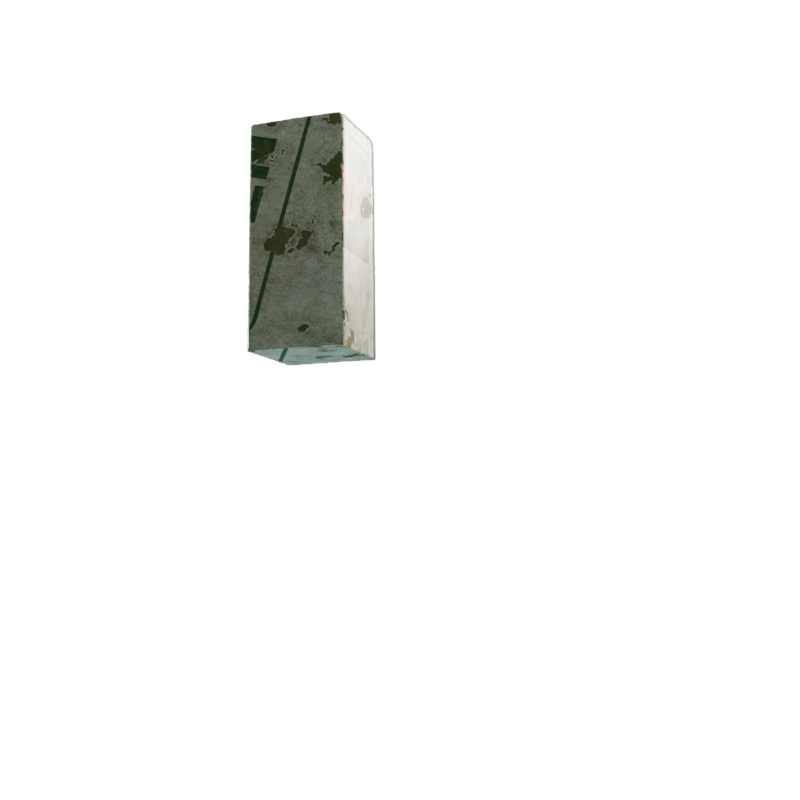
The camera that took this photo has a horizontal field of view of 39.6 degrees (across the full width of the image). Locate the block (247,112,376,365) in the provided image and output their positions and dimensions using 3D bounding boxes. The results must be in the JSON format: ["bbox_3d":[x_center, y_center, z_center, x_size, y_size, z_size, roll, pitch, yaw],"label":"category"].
[{"bbox_3d":[-0.077,-0.142,0.995,0.092,0.213,0.086,-6,-14,19],"label":"block"}]
